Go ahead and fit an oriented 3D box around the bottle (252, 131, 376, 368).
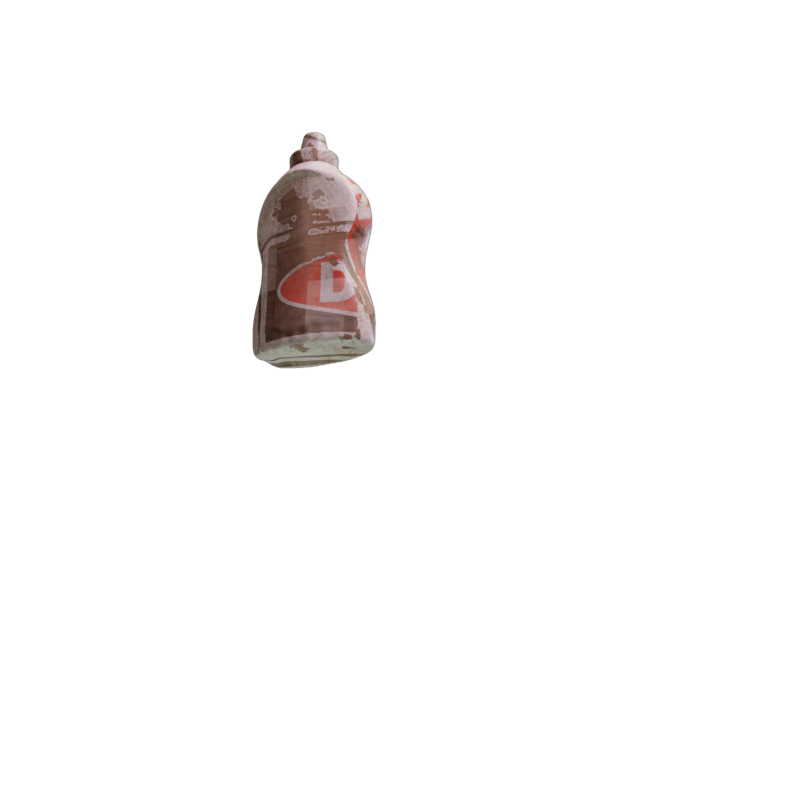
[{"bbox_3d":[-0.069,-0.126,0.882,0.098,0.202,0.054,-13,-24,28],"label":"bottle"}]
